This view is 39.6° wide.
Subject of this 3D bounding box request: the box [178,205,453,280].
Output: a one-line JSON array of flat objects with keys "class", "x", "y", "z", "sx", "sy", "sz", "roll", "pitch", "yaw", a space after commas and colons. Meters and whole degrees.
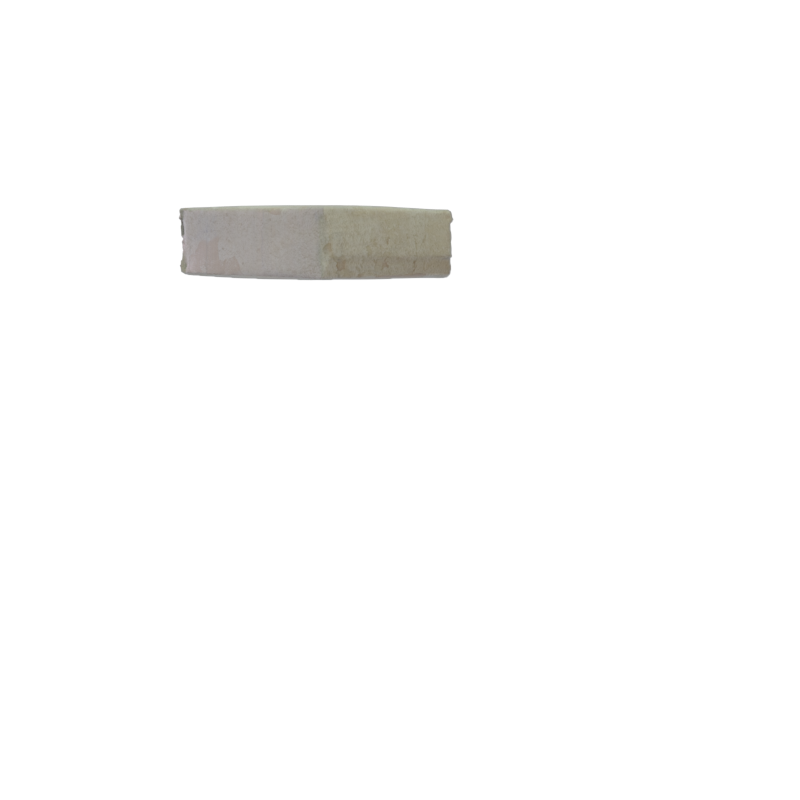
[{"class": "box", "x": -0.044, "y": -0.080, "z": 0.562, "sx": 0.118, "sy": 0.039, "sz": 0.086, "roll": 5, "pitch": 7, "yaw": 45}]
